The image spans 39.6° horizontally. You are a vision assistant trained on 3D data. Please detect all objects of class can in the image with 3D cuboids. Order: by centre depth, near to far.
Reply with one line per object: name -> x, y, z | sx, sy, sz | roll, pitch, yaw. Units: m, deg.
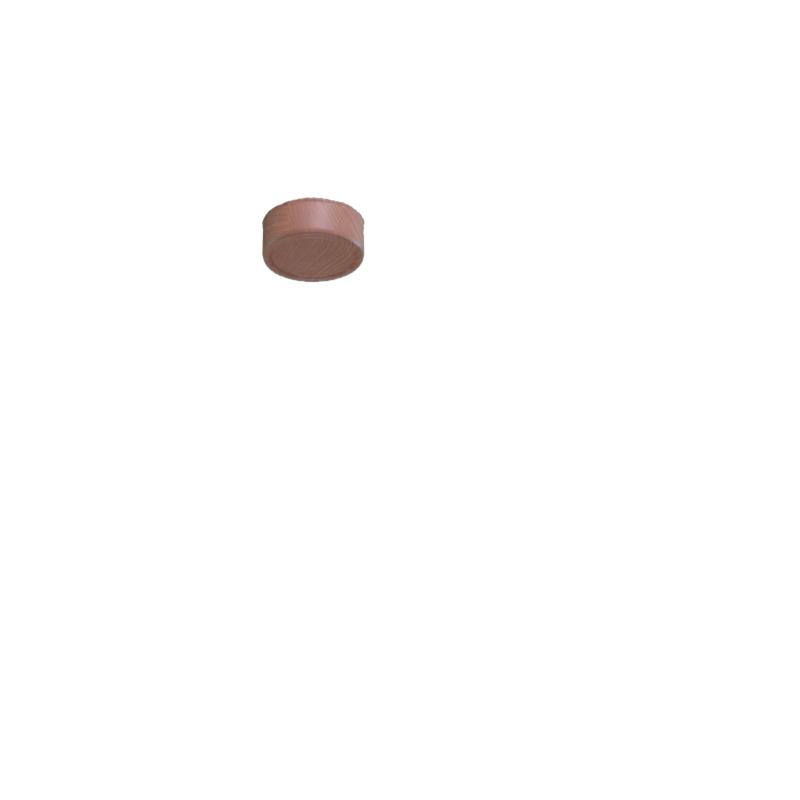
can -> -0.072, -0.131, 0.920 | 0.086, 0.036, 0.081 | 1, -25, -2
